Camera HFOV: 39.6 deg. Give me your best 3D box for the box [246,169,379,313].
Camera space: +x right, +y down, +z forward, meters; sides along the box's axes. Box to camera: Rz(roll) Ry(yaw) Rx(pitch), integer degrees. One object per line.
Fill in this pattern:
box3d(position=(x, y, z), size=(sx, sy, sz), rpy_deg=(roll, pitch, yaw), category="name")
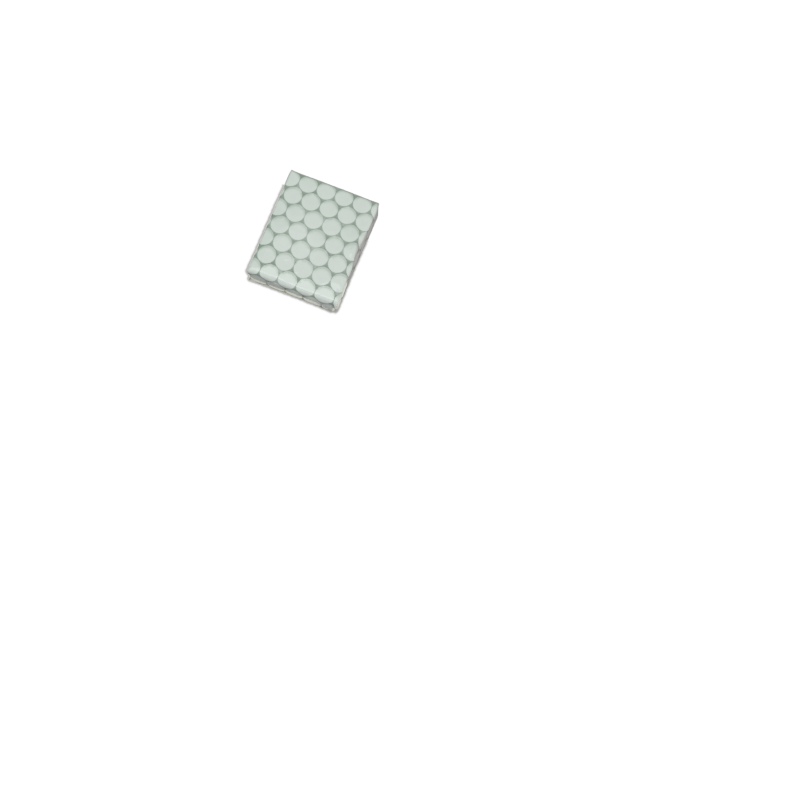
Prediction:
box3d(position=(-0.065, -0.119, 0.833), size=(0.074, 0.092, 0.029), rpy_deg=(21, -18, 6), category="box")
